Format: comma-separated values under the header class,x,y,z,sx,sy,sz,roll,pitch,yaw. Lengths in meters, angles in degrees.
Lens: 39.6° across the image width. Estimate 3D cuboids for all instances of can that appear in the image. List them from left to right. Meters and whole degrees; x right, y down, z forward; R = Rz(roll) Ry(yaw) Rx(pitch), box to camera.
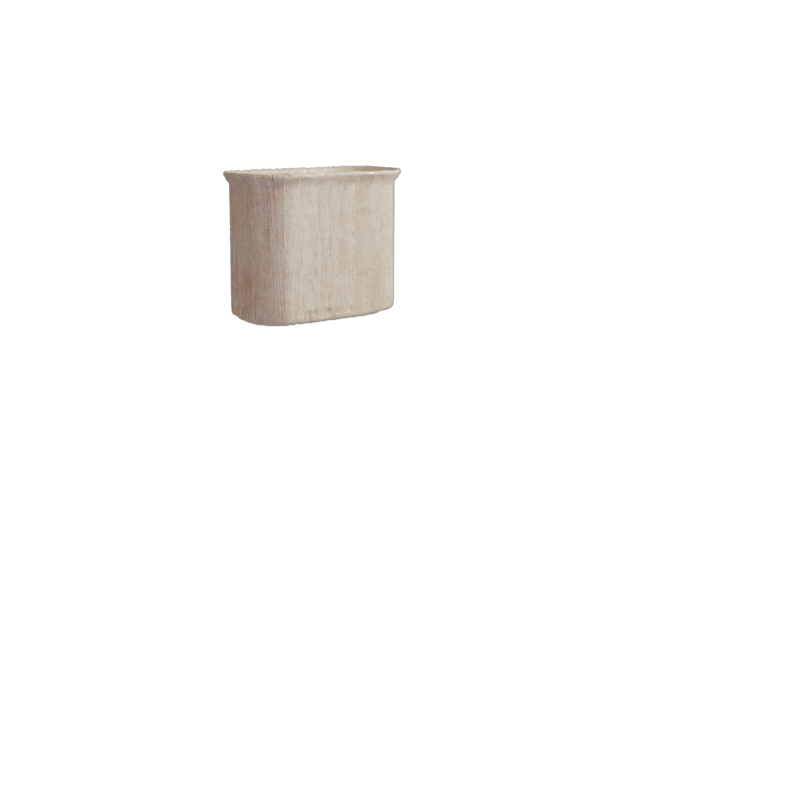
class,x,y,z,sx,sy,sz,roll,pitch,yaw
can,-0.050,-0.091,0.638,0.099,0.082,0.060,-8,13,-36
